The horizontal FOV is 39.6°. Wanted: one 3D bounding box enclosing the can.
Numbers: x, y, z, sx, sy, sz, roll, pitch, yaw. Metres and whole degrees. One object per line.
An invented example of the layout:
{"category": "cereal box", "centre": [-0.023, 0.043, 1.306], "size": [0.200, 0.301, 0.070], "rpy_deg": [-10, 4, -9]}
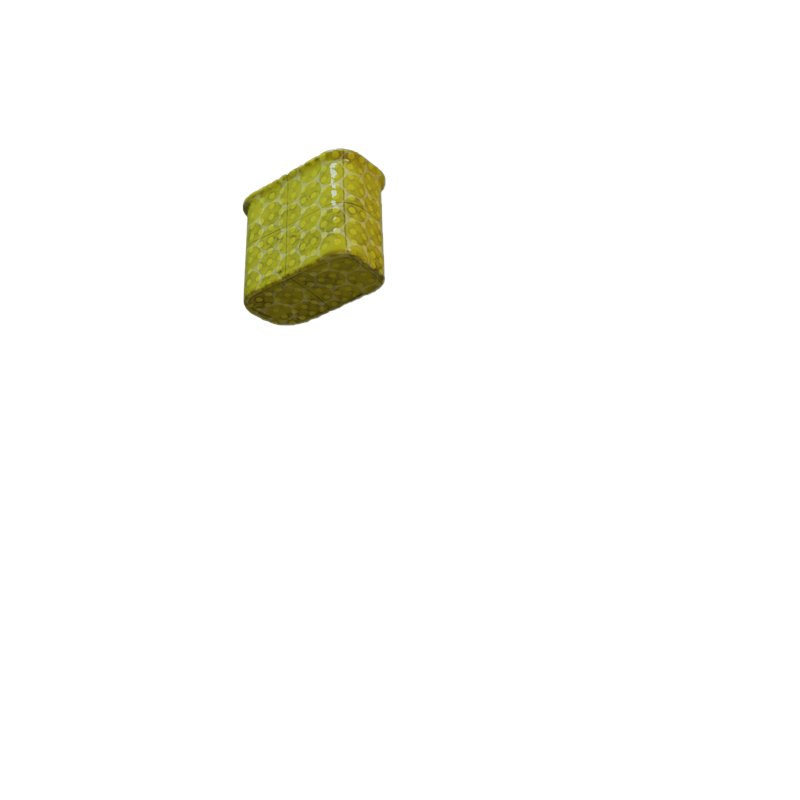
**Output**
{"category": "can", "centre": [-0.058, -0.106, 0.741], "size": [0.102, 0.089, 0.053], "rpy_deg": [-23, -39, 31]}
